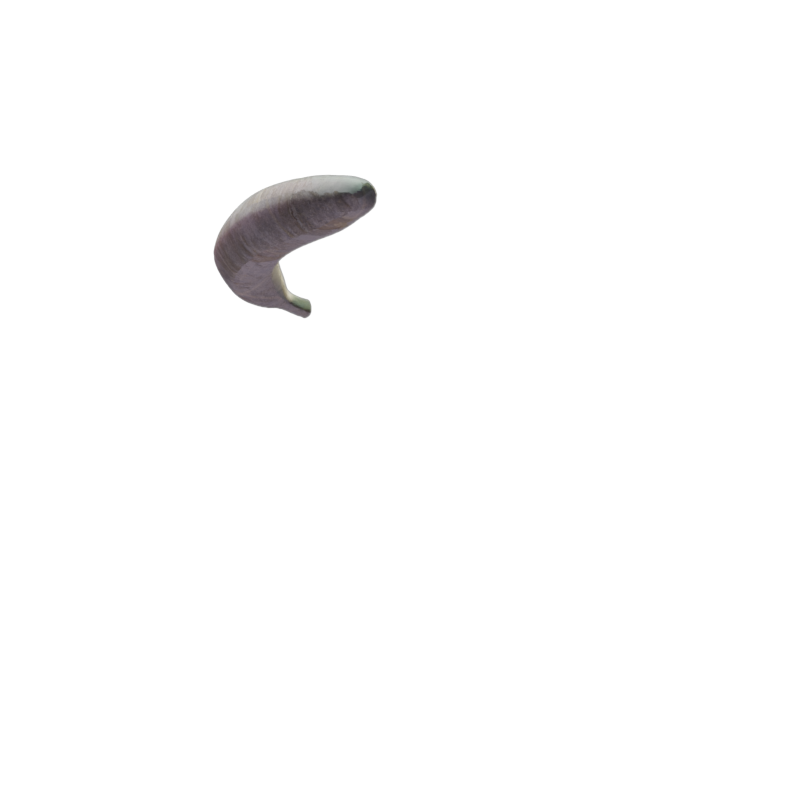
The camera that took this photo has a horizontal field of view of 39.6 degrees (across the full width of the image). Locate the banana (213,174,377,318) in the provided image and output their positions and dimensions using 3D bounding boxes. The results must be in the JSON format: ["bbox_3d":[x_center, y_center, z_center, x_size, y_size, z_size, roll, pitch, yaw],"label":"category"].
[{"bbox_3d":[-0.067,-0.088,0.619,0.068,0.038,0.194,3,-12,-14],"label":"banana"}]
